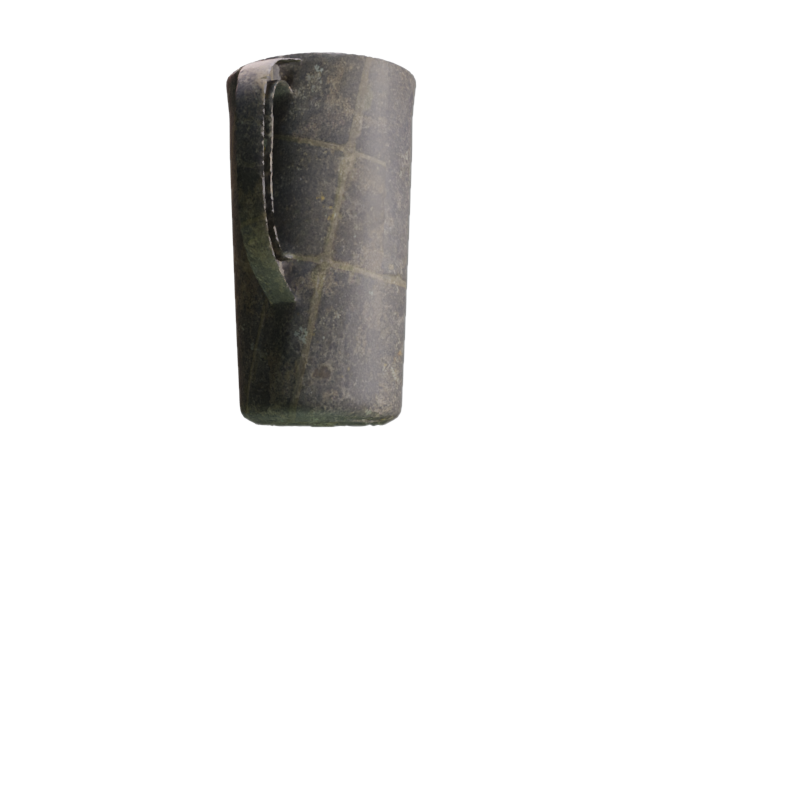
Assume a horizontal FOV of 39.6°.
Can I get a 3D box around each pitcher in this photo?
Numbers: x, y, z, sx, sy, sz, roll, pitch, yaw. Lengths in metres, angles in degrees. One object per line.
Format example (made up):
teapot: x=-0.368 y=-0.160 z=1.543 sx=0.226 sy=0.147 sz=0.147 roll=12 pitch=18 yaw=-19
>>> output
pitcher: x=-0.059 y=-0.107 z=0.748 sx=0.145 sy=0.249 sz=0.146 roll=3 pitch=-10 yaw=-23
